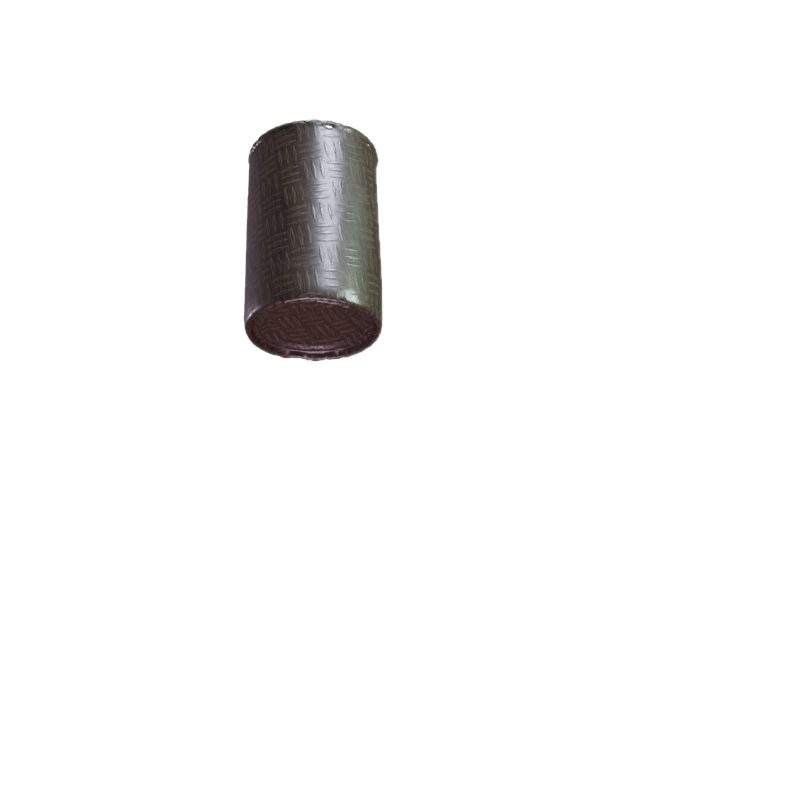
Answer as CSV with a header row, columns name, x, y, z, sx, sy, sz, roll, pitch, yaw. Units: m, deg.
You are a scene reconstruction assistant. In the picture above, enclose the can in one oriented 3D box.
name,x,y,z,sx,sy,sz,roll,pitch,yaw
can,-0.043,-0.079,0.553,0.068,0.109,0.064,0,-29,-2
